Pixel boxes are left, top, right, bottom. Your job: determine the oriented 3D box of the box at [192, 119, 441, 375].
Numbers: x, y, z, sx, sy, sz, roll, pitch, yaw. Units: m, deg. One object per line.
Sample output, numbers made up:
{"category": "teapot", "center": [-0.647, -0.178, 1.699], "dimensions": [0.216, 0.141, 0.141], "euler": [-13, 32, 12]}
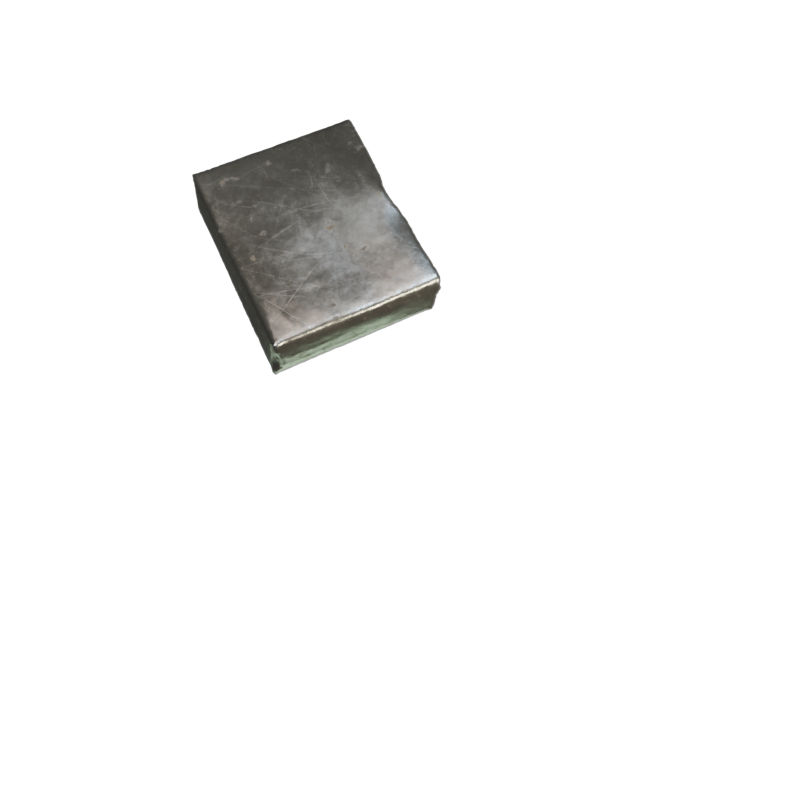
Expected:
{"category": "box", "center": [-0.036, -0.065, 0.458], "dimensions": [0.073, 0.095, 0.028], "euler": [-22, -26, -12]}
